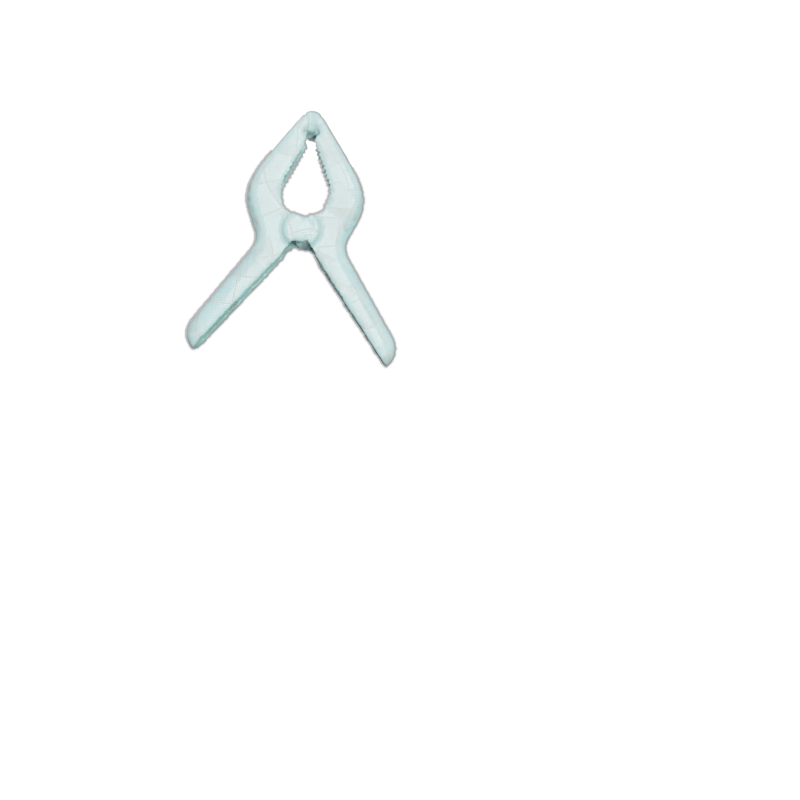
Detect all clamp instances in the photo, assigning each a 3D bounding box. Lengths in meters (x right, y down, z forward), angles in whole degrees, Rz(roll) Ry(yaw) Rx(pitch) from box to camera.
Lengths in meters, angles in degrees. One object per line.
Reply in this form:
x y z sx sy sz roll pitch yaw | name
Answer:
-0.070 -0.128 0.893 0.165 0.216 0.035 11 -13 2 | clamp
